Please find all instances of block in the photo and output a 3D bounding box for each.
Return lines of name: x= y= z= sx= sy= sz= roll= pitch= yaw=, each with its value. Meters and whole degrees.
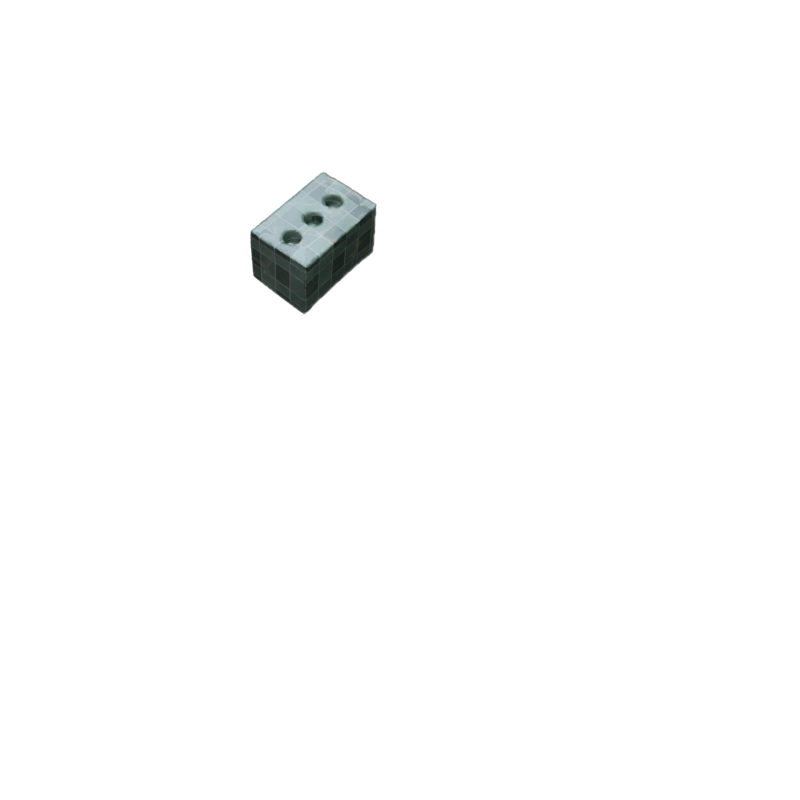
block: x=-0.061 y=-0.112 z=0.781 sx=0.055 sy=0.079 sz=0.048 roll=33 pitch=-30 yaw=20
